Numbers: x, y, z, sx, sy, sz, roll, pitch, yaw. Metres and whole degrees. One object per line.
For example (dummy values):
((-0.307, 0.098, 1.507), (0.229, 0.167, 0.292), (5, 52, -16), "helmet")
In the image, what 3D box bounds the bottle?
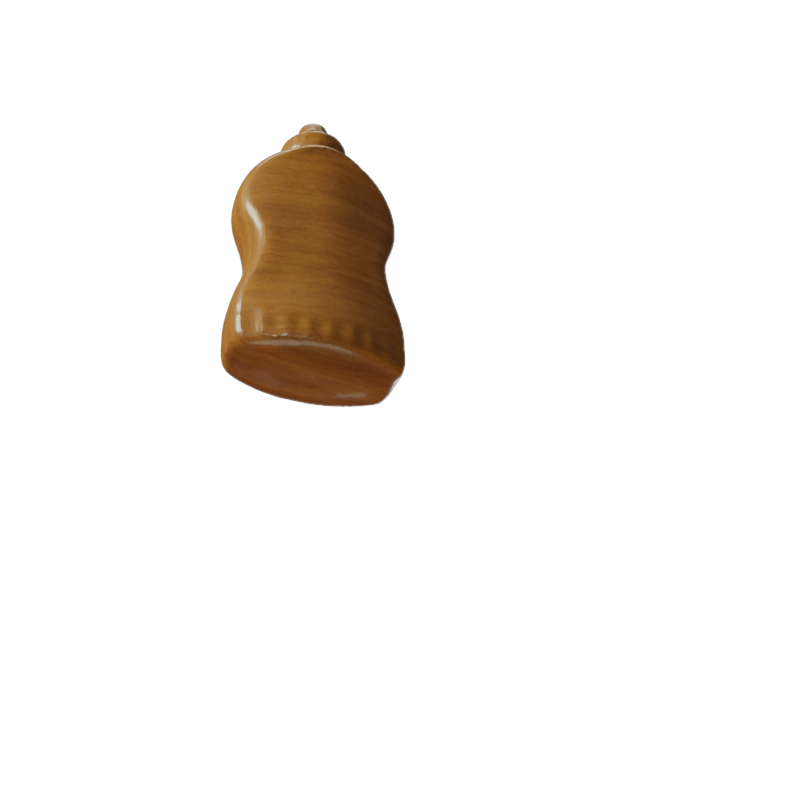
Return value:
((-0.050, -0.091, 0.640), (0.094, 0.206, 0.056), (10, -41, -15), "bottle")
